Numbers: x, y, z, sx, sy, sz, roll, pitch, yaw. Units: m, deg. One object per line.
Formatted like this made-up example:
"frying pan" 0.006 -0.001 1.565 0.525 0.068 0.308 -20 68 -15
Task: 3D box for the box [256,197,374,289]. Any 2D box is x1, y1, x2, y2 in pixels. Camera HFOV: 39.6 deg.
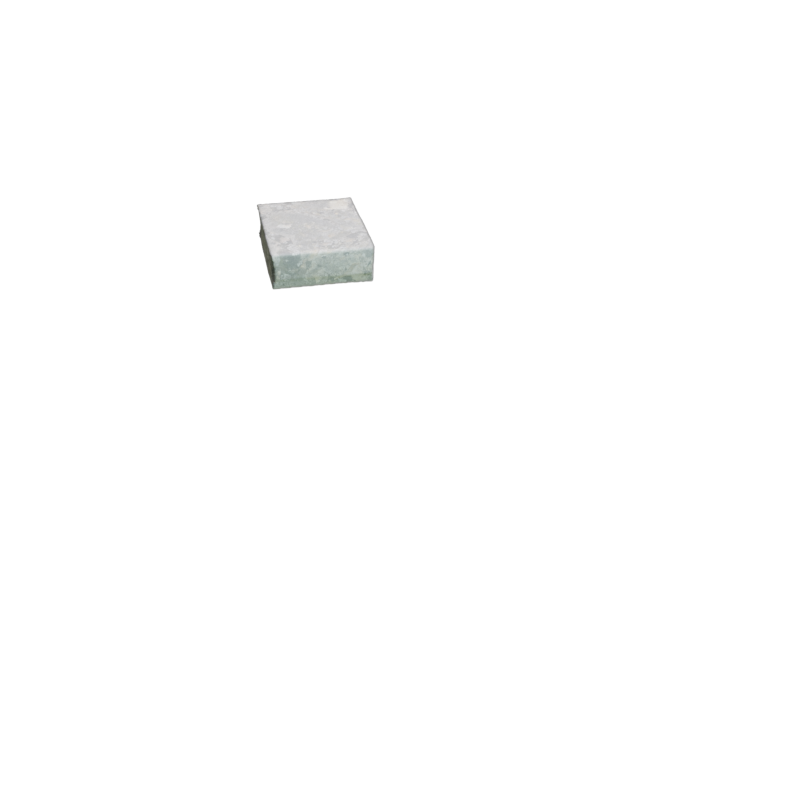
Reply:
"box" -0.077 -0.141 0.988 0.089 0.037 0.121 -5 30 -10
